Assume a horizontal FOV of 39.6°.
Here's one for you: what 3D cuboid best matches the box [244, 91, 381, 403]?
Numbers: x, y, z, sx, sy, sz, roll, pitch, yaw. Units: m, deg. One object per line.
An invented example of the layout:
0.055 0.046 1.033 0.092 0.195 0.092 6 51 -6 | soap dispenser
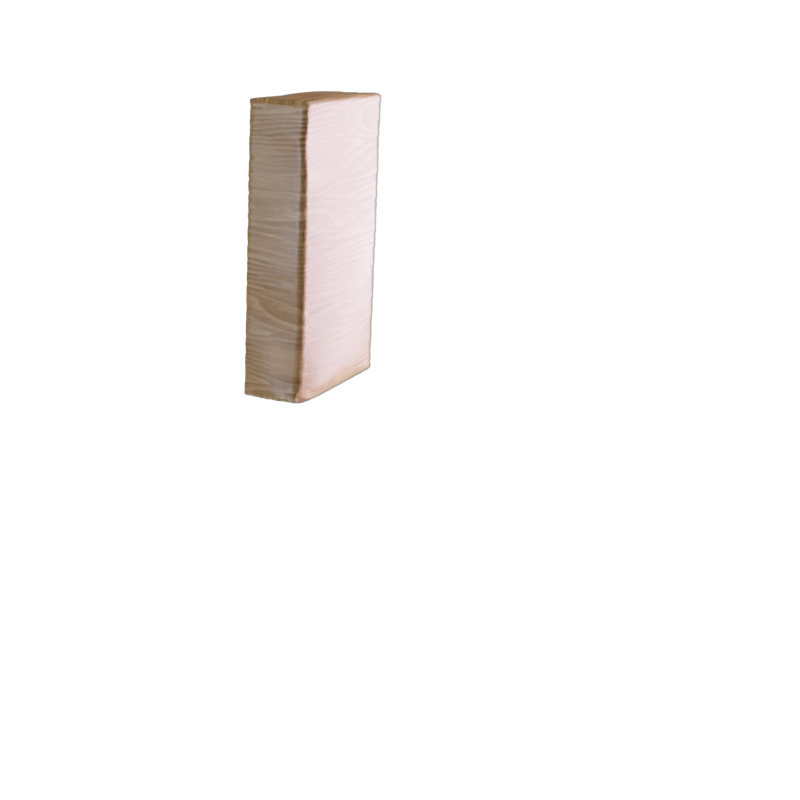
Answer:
-0.052 -0.095 0.664 0.050 0.172 0.092 6 13 26 | box
